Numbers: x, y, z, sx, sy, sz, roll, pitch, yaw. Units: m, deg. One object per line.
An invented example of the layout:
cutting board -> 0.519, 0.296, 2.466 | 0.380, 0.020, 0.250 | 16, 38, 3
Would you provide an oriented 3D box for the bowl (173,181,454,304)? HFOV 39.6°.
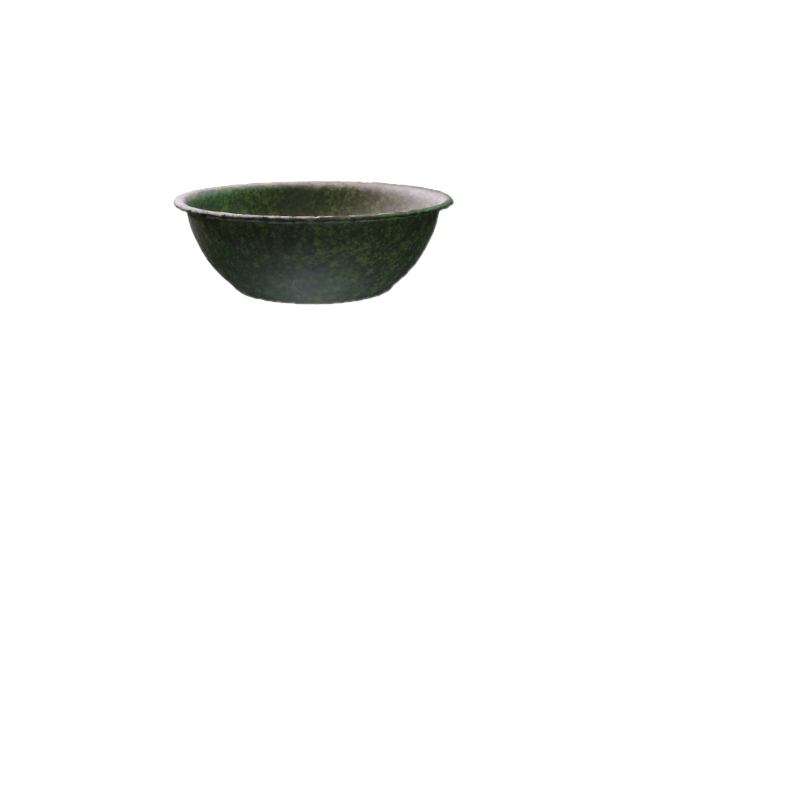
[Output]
bowl -> -0.051, -0.092, 0.648 | 0.162, 0.053, 0.168 | -1, 17, -2
